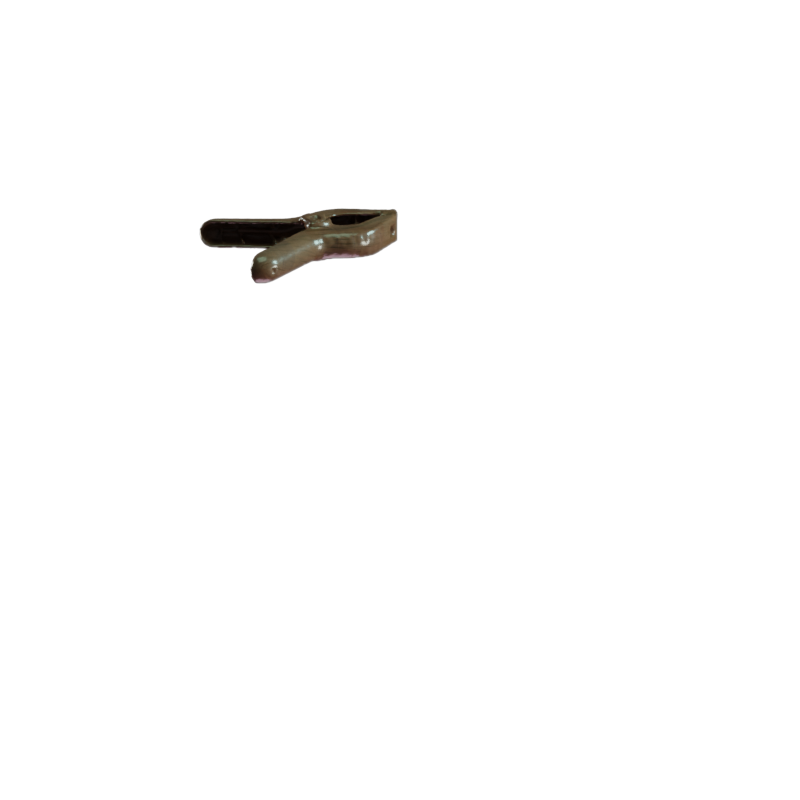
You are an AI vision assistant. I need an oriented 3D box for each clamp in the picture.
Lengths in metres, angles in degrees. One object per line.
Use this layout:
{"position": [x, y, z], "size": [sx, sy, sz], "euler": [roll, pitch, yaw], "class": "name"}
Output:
{"position": [-0.073, -0.133, 0.930], "size": [0.169, 0.037, 0.129], "euler": [-11, 33, -18], "class": "clamp"}
